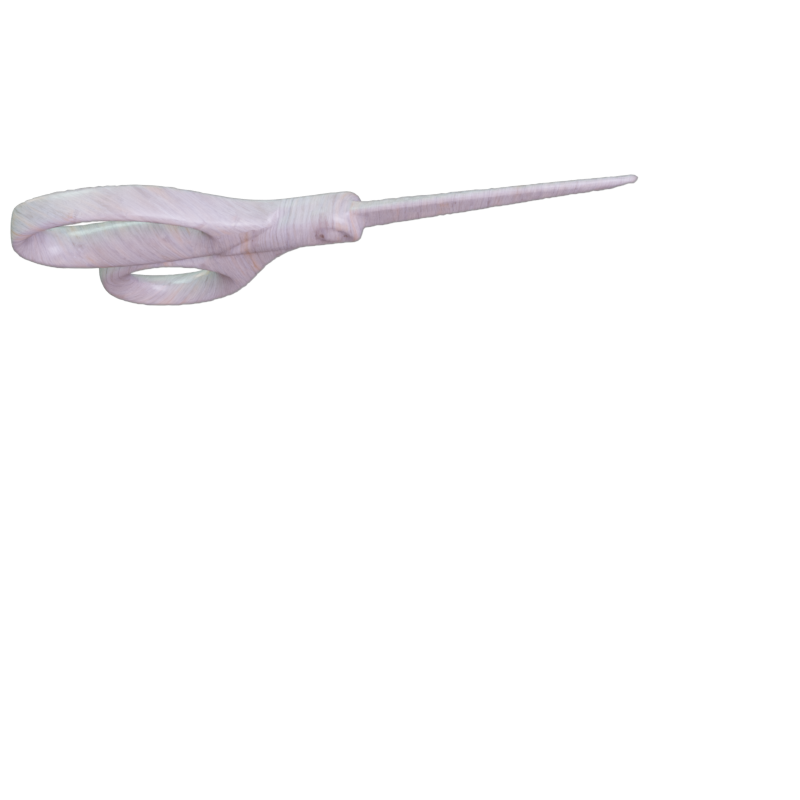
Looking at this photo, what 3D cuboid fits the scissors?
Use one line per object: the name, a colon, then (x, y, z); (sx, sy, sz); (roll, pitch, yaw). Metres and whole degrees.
scissors: (-0.030, -0.055, 0.382); (0.202, 0.016, 0.092); (-1, -14, 2)
